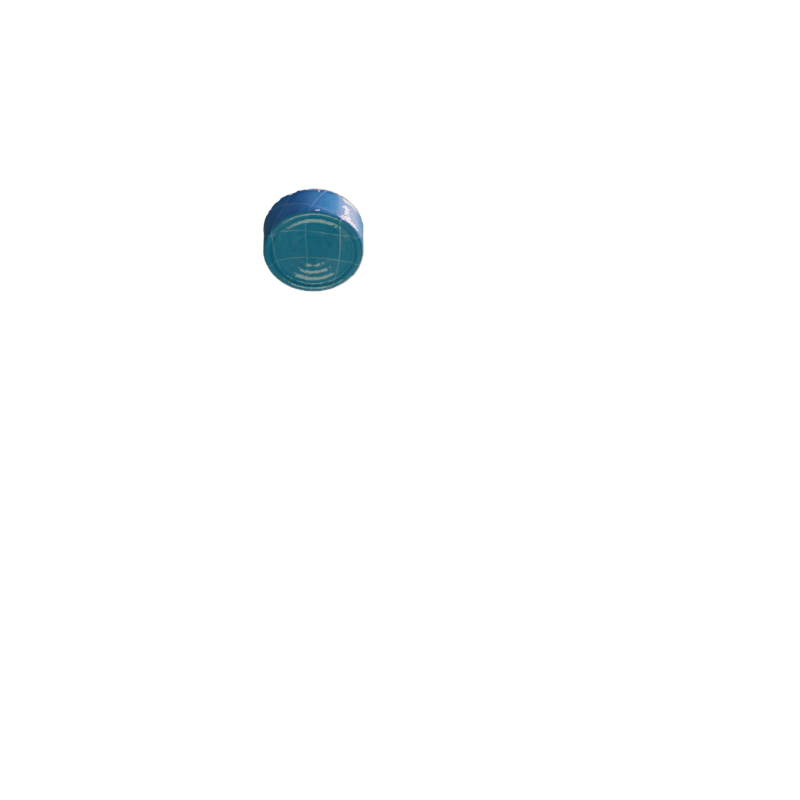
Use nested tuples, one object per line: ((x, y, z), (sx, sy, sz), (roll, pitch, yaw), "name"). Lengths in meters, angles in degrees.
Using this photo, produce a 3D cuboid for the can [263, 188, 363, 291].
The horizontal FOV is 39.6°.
((-0.073, -0.133, 0.934), (0.086, 0.080, 0.036), (1, 39, -1), "can")
